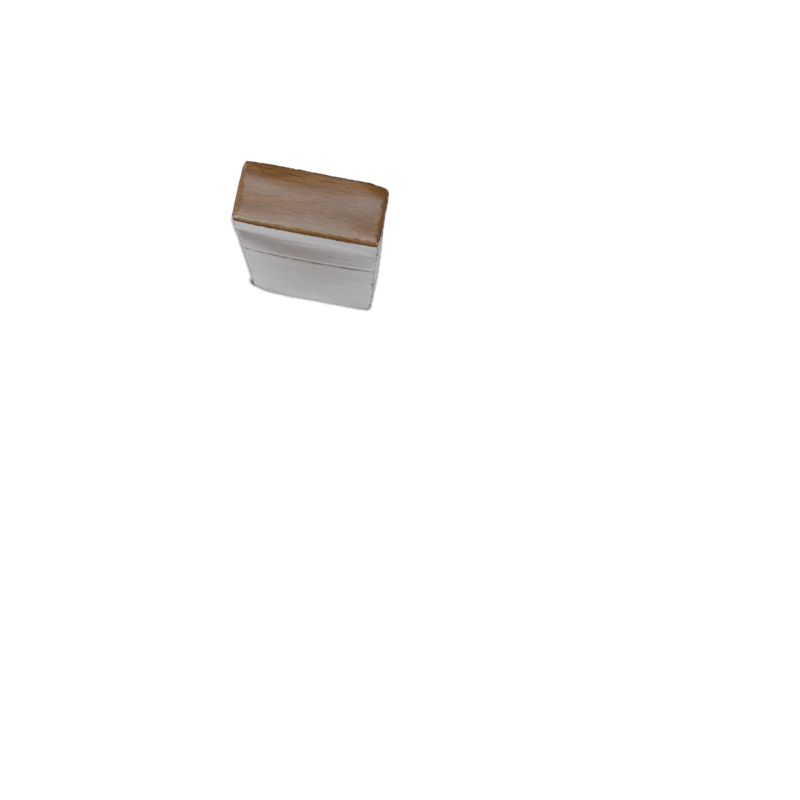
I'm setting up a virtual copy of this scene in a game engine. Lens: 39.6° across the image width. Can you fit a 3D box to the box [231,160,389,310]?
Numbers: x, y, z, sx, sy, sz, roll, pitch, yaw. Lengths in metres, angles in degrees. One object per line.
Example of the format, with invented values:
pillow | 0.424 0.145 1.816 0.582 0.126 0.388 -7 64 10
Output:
box | -0.058 -0.107 0.749 0.094 0.049 0.171 12 -12 -1
